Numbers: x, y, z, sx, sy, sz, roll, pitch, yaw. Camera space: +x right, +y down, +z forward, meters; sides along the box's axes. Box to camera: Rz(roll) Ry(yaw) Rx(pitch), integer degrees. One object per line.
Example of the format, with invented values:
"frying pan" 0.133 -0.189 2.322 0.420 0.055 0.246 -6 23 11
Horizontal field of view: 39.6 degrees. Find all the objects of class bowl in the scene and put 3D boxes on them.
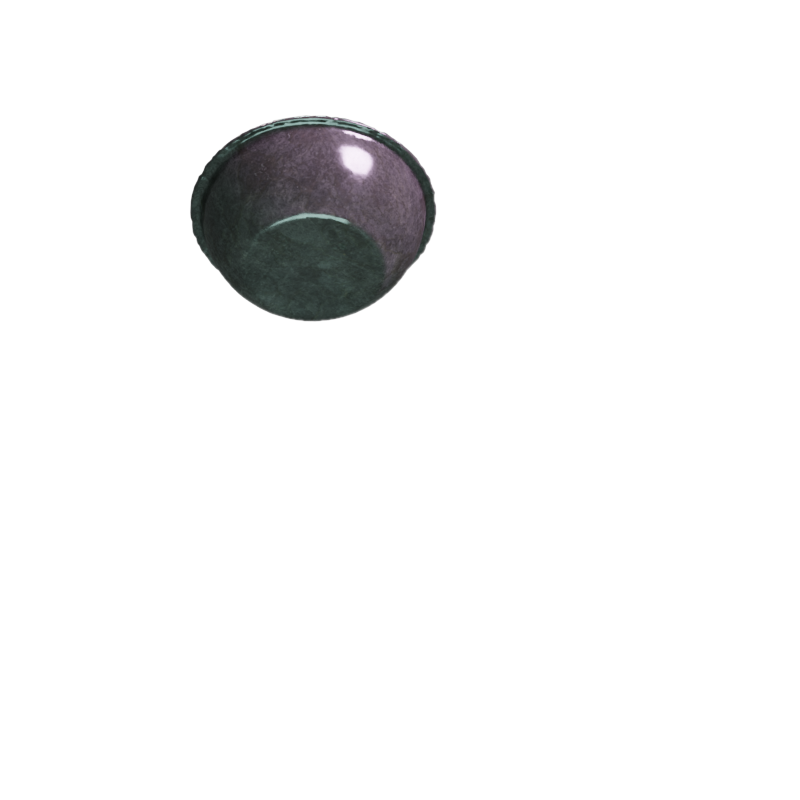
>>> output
"bowl" -0.056 -0.102 0.712 0.162 0.151 0.059 1 45 -1
